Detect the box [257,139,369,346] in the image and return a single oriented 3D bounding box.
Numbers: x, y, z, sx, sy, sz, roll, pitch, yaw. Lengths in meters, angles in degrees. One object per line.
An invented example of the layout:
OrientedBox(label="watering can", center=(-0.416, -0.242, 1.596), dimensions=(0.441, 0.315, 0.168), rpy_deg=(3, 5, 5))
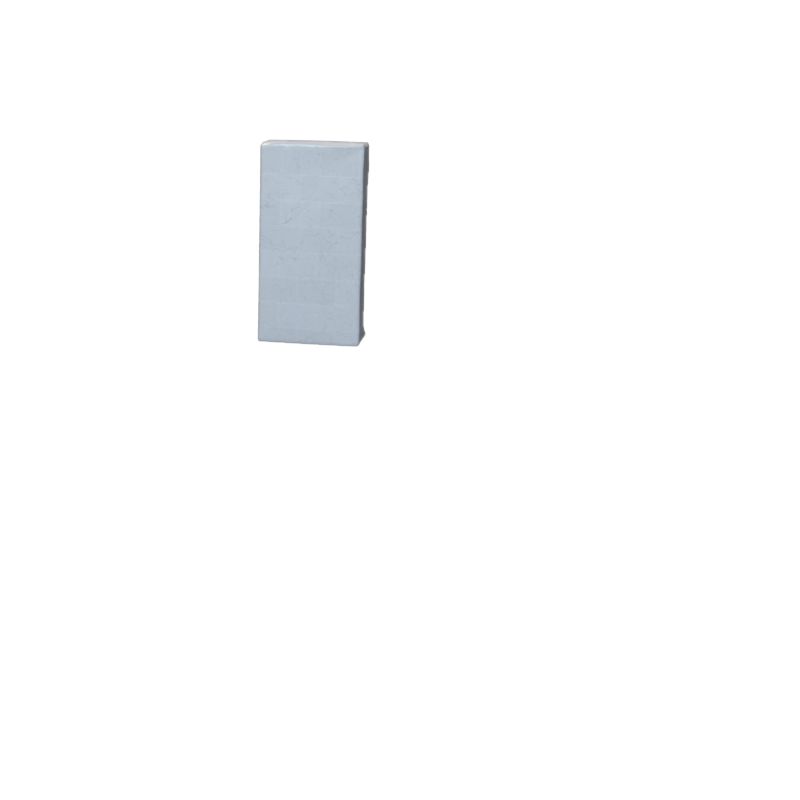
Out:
OrientedBox(label="box", center=(-0.076, -0.139, 0.972), dimensions=(0.094, 0.172, 0.049), rpy_deg=(2, 11, 8))
